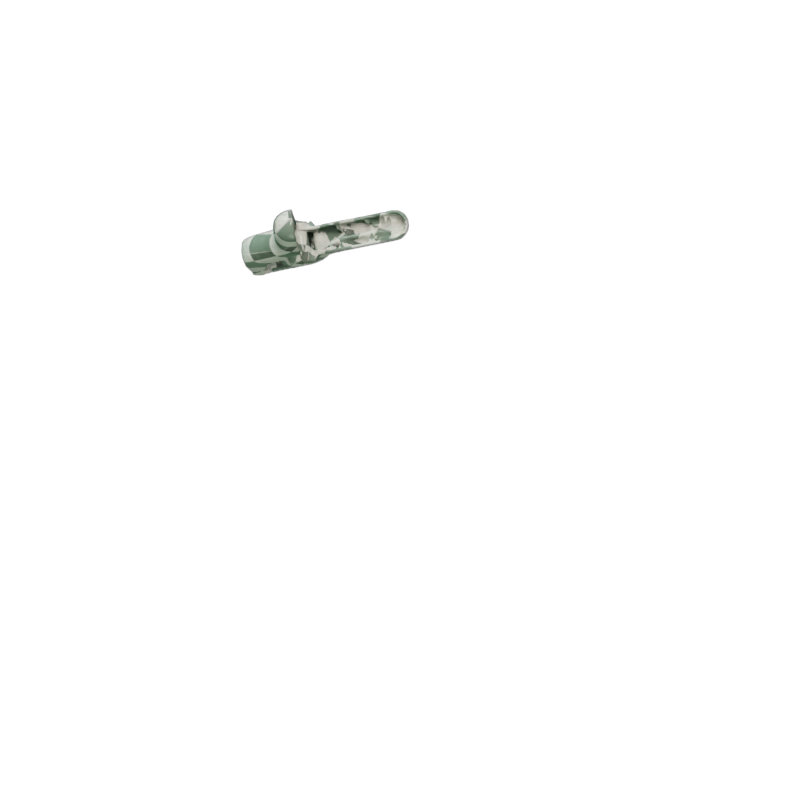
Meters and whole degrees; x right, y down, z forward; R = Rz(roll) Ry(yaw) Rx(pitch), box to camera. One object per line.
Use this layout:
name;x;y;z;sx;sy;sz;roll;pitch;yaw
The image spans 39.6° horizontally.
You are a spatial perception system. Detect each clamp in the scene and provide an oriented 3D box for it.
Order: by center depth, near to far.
clamp;-0.074;-0.134;0.941;0.116;0.040;0.174;1;-2;-24
